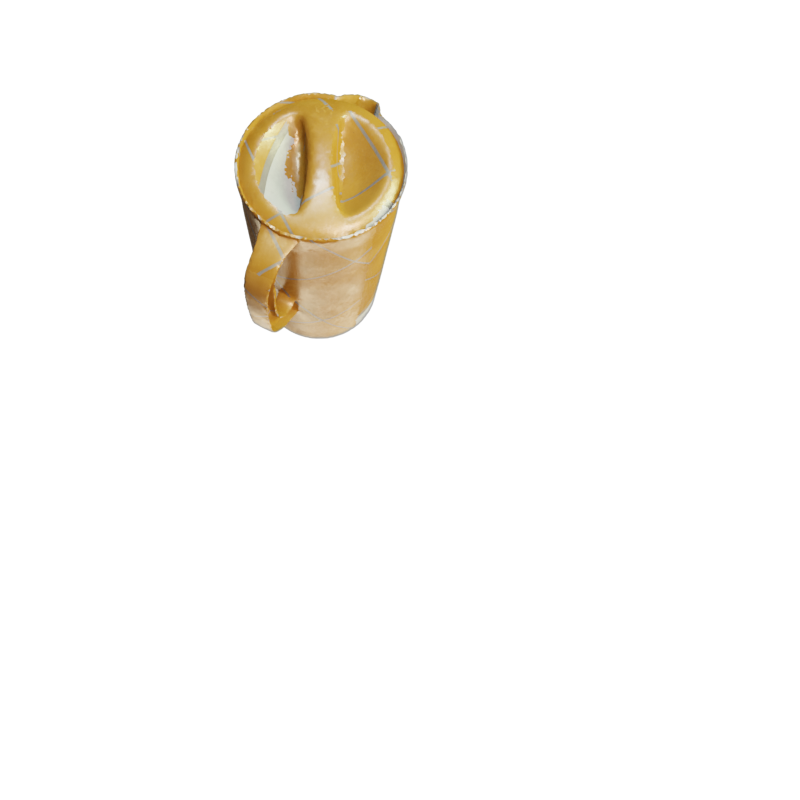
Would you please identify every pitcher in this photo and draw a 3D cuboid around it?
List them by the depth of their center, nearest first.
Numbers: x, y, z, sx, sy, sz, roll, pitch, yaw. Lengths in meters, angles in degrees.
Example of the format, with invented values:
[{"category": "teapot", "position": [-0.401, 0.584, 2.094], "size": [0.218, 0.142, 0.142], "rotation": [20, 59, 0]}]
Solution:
[{"category": "pitcher", "position": [-0.074, -0.135, 0.947], "size": [0.148, 0.154, 0.231], "rotation": [-17, -20, -10]}]
